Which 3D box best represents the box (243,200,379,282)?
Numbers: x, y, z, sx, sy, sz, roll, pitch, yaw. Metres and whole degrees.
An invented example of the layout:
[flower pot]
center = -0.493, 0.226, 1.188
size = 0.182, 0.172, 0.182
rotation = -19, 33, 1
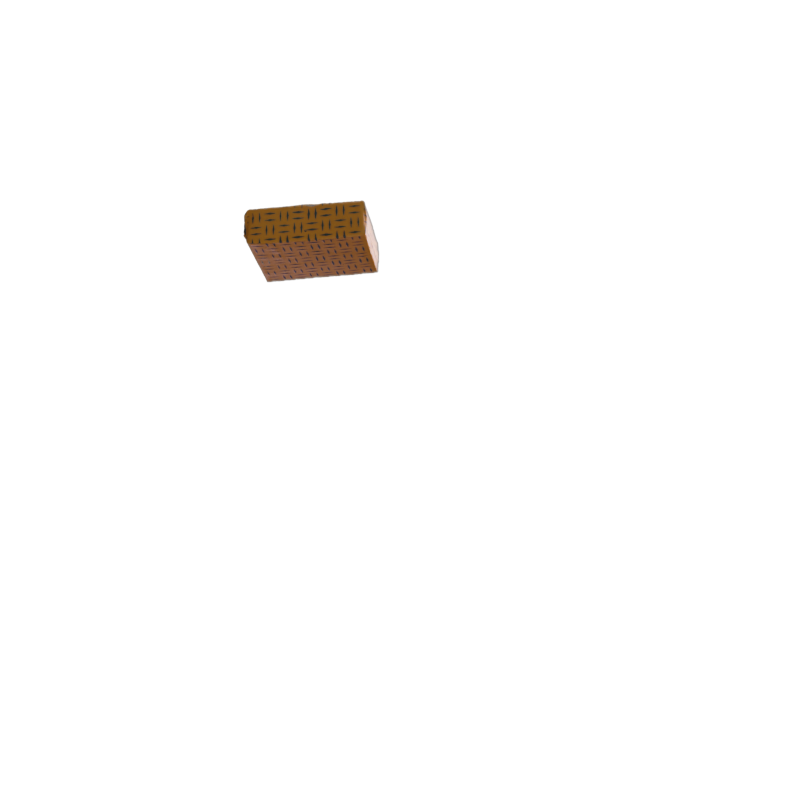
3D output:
[box]
center = -0.064, -0.117, 0.817
size = 0.090, 0.032, 0.069
rotation = -3, -19, 8
